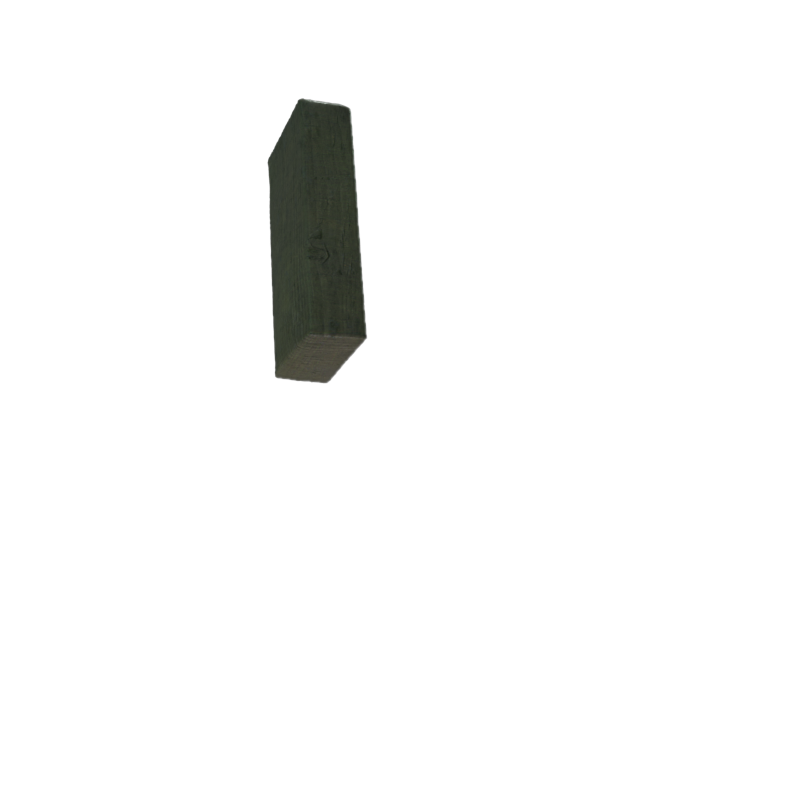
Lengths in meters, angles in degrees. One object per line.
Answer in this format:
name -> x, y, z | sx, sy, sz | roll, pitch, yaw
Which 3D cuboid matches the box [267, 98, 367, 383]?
box -> -0.060, -0.110, 0.769 | 0.047, 0.186, 0.091 | 7, -25, -19
